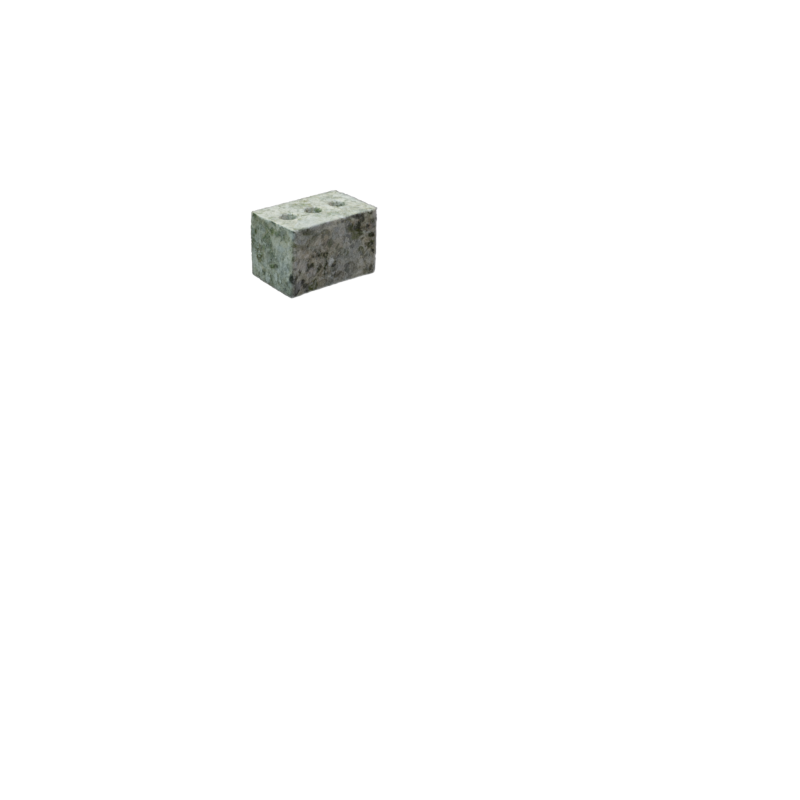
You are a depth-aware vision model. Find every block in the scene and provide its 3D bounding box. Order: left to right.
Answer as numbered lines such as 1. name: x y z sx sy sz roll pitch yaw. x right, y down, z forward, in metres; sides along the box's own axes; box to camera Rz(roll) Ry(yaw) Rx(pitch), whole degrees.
1. block: -0.063 -0.114 0.800 0.077 0.048 0.056 -21 34 -35
